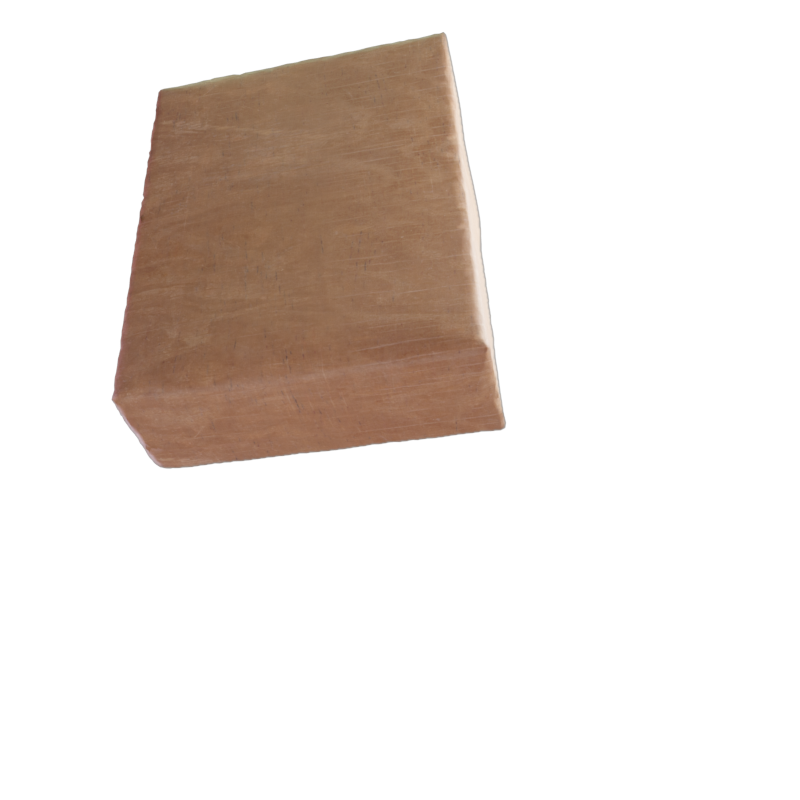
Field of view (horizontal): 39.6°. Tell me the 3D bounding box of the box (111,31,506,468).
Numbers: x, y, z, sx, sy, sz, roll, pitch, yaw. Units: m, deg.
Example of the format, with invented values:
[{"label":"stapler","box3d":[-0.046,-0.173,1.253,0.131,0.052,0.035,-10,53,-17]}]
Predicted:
[{"label":"box","box3d":[-0.043,-0.079,0.551,0.165,0.229,0.066,-9,-41,8]}]
